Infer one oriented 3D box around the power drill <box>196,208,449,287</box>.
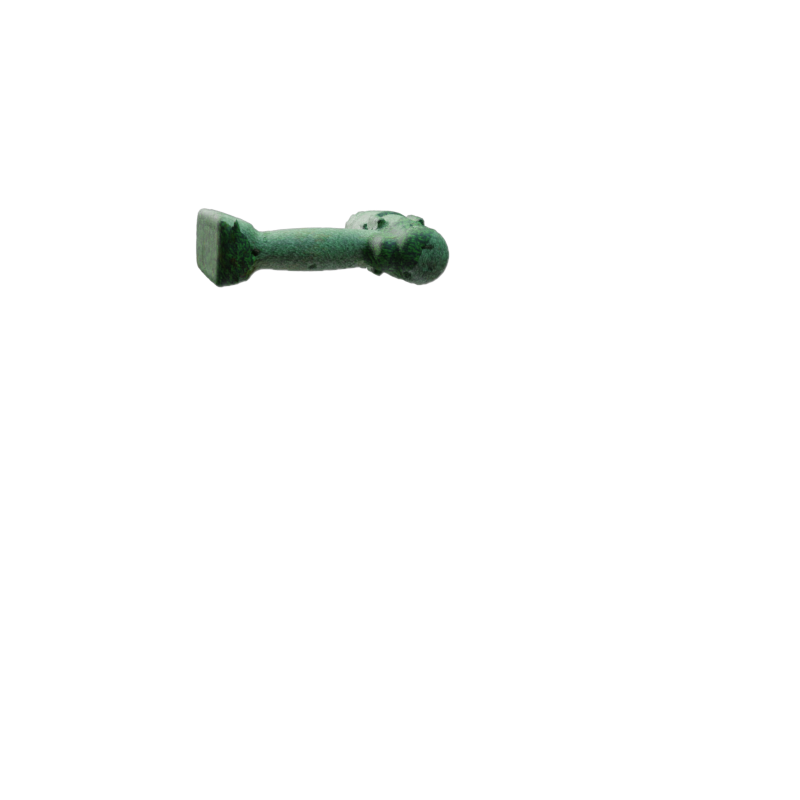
[{"bbox_3d":[-0.072,-0.132,0.923,0.184,0.056,0.192,-4,14,-17],"label":"power drill"}]
